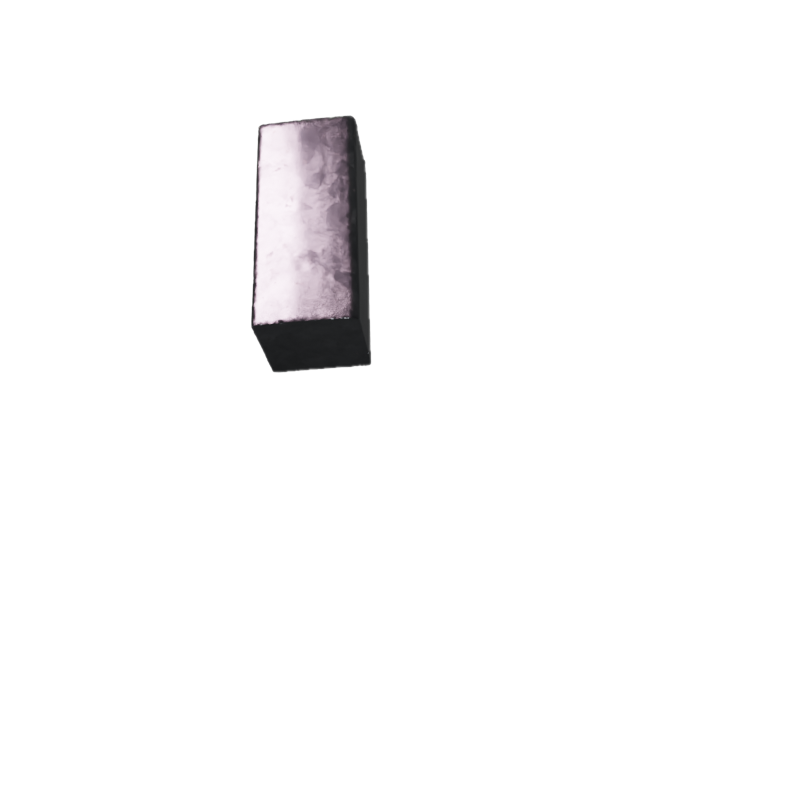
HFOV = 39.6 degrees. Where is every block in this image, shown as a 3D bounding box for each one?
[{"bbox_3d":[-0.076,-0.140,0.979,0.091,0.220,0.084,-5,-30,6],"label":"block"}]
